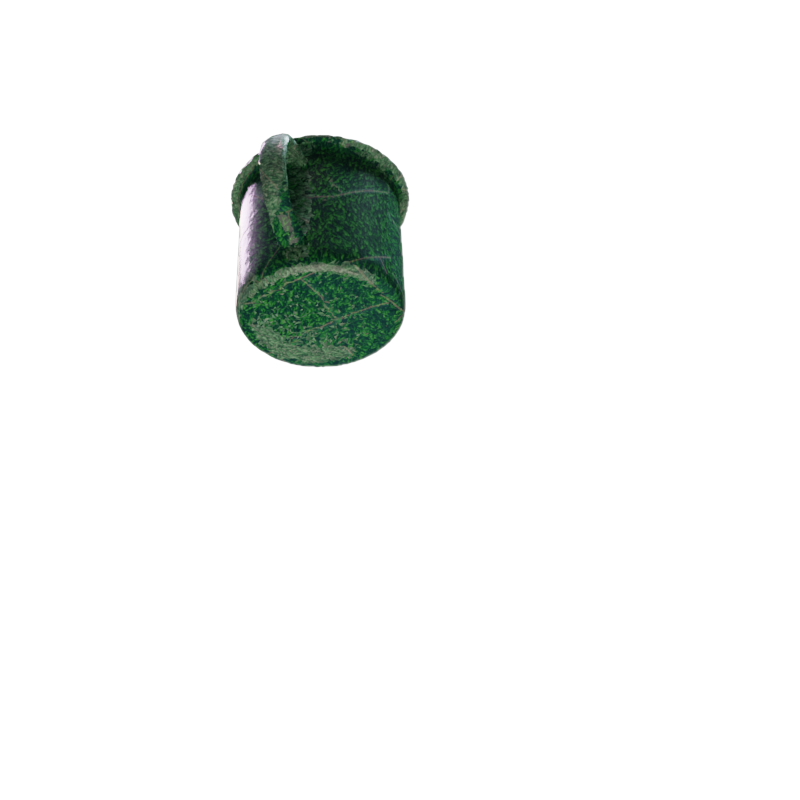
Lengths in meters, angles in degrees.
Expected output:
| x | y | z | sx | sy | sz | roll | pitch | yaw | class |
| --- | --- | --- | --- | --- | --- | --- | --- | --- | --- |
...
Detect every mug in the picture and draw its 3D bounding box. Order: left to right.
| x | y | z | sx | sy | sz | roll | pitch | yaw | class |
| --- | --- | --- | --- | --- | --- | --- | --- | --- | --- |
| -0.043 | -0.078 | 0.544 | 0.094 | 0.087 | 0.108 | -10 | -40 | 10 | mug |
